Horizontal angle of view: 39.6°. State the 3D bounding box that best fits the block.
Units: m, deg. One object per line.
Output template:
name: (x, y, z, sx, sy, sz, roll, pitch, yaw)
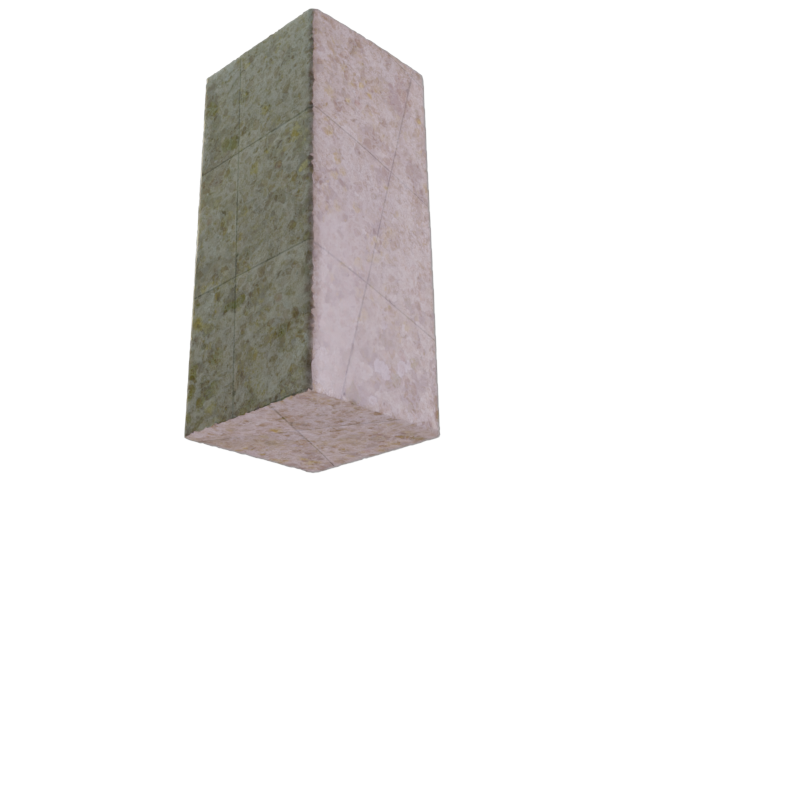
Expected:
block: (-0.044, -0.081, 0.567, 0.091, 0.218, 0.085, -24, -33, 38)
